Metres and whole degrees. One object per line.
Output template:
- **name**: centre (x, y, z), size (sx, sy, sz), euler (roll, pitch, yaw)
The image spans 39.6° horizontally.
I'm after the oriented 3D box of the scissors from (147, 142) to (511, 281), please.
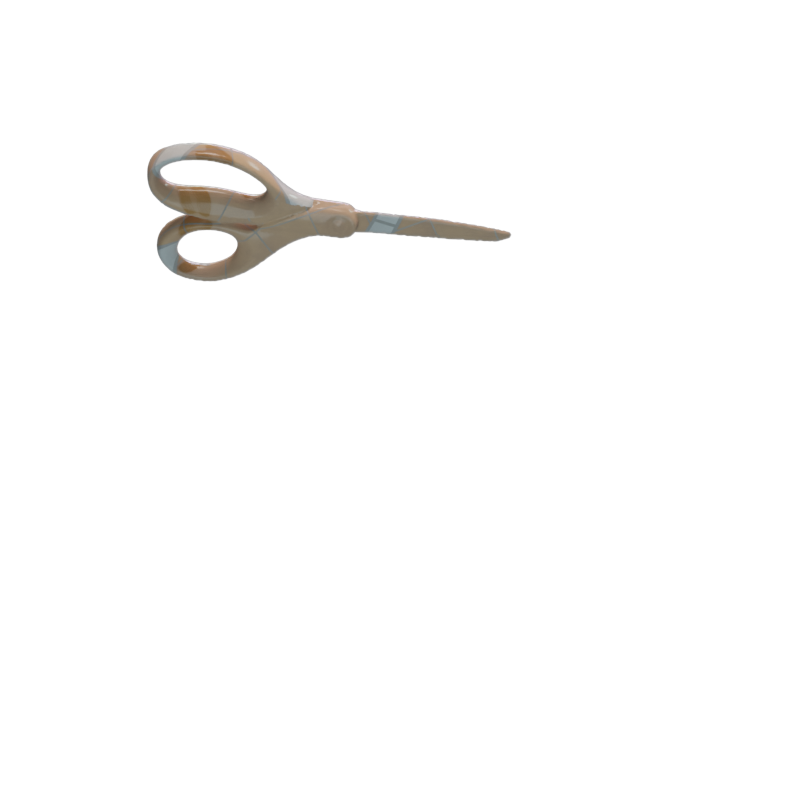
- **scissors**: centre (-0.049, -0.089, 0.622), size (0.196, 0.092, 0.017), euler (17, 40, -15)
